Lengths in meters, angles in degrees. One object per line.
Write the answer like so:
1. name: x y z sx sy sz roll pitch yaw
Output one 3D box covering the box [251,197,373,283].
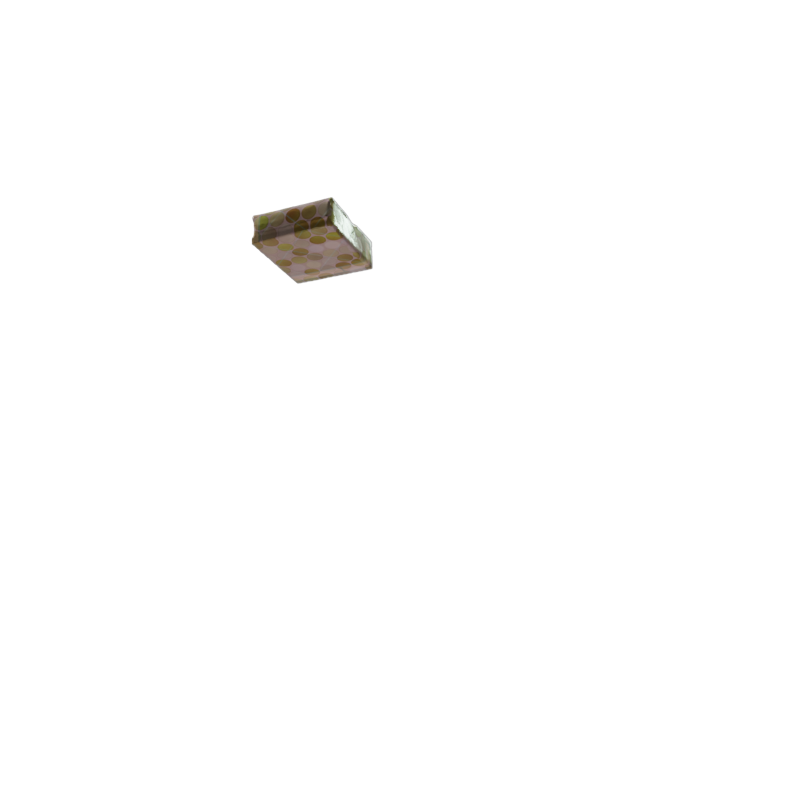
1. box: -0.073 -0.133 0.932 0.074 0.032 0.083 -10 -24 22
